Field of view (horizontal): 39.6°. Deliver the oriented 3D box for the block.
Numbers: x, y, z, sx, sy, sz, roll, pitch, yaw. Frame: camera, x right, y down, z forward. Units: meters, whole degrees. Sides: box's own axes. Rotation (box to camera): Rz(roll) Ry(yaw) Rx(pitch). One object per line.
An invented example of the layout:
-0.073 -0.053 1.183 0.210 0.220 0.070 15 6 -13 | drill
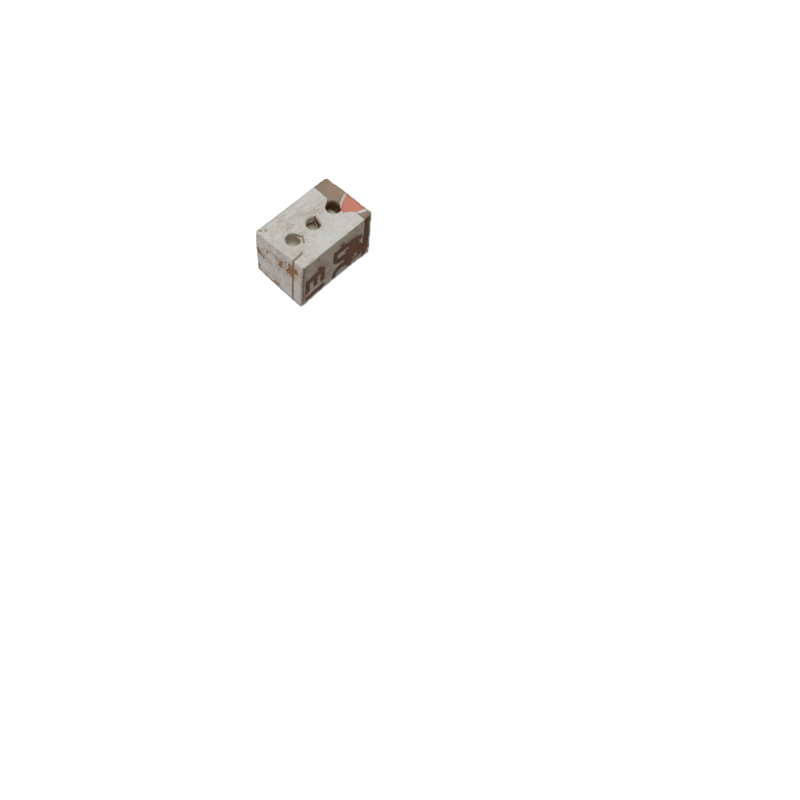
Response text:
-0.068 -0.124 0.869 0.056 0.079 0.048 39 -26 20 | block
